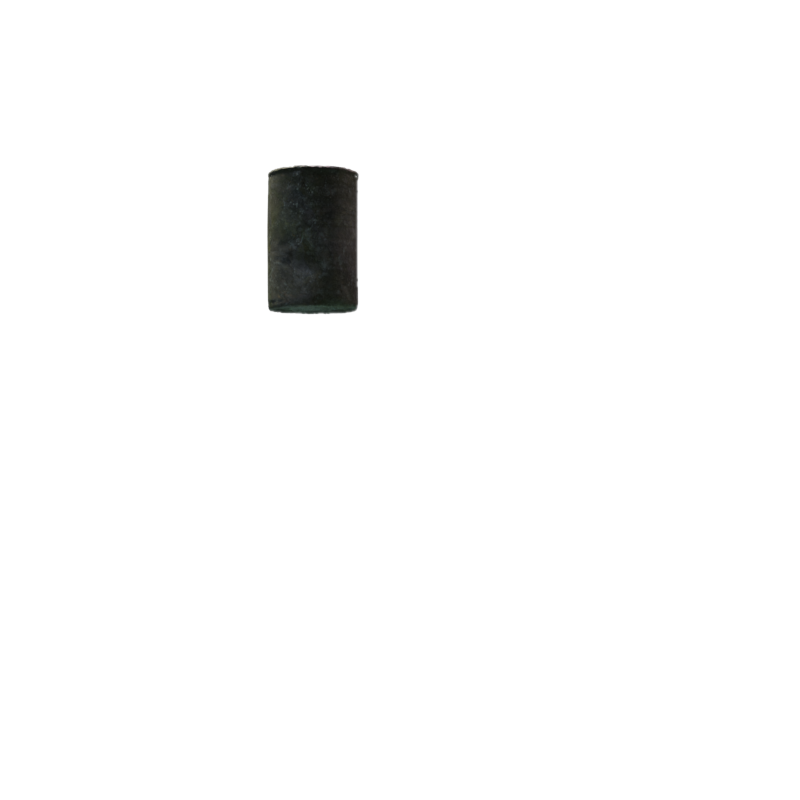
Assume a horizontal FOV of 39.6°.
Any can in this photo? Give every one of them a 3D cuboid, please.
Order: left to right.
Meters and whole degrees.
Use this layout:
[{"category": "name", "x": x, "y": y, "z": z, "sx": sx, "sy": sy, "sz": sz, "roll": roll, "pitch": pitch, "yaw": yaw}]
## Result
[{"category": "can", "x": -0.064, "y": -0.117, "z": 0.818, "sx": 0.068, "sy": 0.104, "sz": 0.068, "roll": 0, "pitch": -6, "yaw": -2}]
